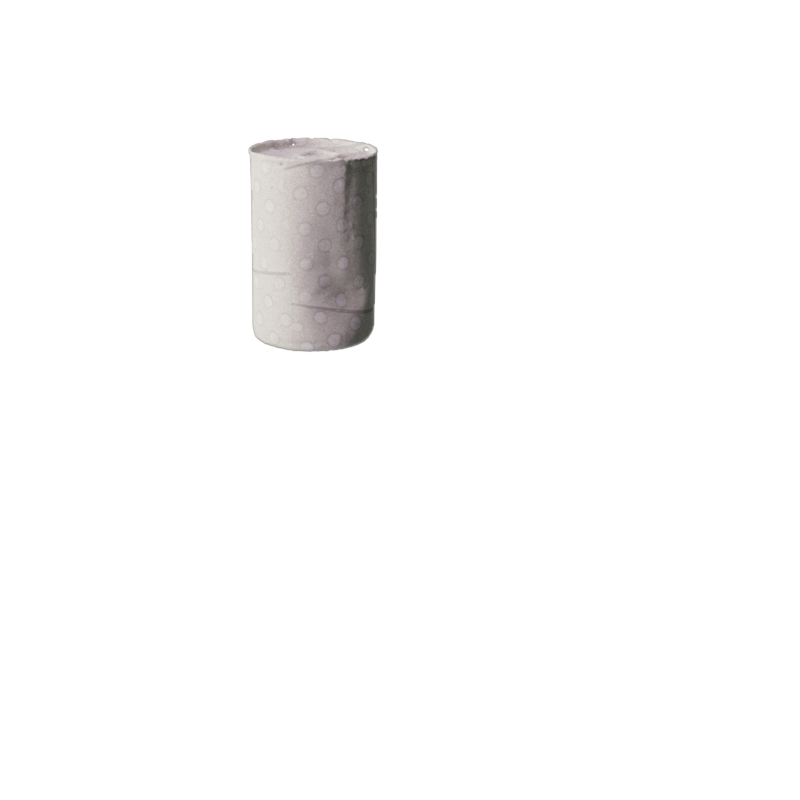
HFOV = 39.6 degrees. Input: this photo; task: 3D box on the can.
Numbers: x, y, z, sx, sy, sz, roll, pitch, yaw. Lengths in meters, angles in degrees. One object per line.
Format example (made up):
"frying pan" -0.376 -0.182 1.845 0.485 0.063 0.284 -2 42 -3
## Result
"can" -0.046 -0.085 0.592 0.068 0.098 0.071 0 17 -2
